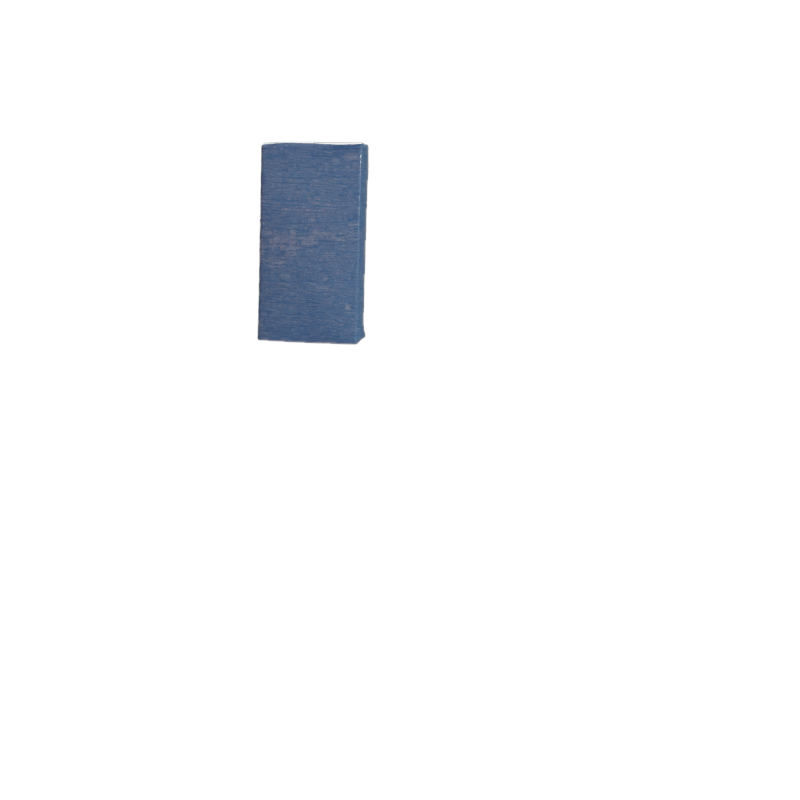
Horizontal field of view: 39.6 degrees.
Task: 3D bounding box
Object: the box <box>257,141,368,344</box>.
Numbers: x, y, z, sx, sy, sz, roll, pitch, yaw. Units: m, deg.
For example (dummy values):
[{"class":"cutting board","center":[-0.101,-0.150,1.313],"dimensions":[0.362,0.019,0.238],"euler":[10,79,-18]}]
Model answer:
[{"class":"box","center":[-0.077,-0.140,0.983],"dimensions":[0.095,0.174,0.048],"euler":[1,5,10]}]
